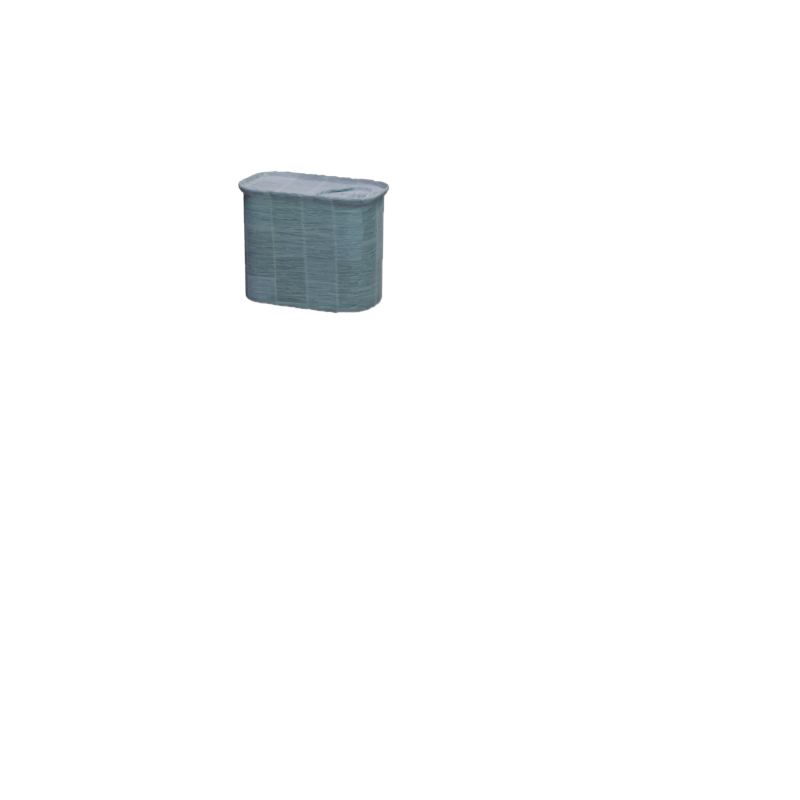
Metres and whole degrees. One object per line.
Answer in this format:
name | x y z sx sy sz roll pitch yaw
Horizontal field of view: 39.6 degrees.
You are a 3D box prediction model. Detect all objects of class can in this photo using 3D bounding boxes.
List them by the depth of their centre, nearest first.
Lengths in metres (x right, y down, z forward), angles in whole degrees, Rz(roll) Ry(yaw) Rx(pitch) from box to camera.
can | -0.061 -0.111 0.775 0.105 0.080 0.058 9 21 20
